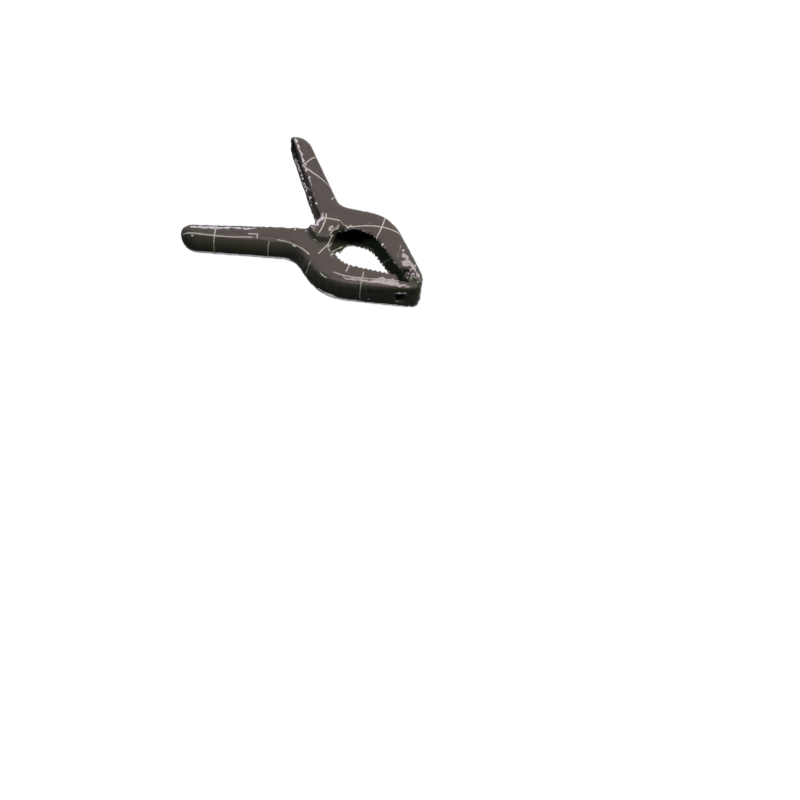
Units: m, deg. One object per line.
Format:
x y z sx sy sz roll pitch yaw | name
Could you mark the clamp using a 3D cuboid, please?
-0.076 -0.139 0.970 0.223 0.034 0.166 38 61 25 | clamp
